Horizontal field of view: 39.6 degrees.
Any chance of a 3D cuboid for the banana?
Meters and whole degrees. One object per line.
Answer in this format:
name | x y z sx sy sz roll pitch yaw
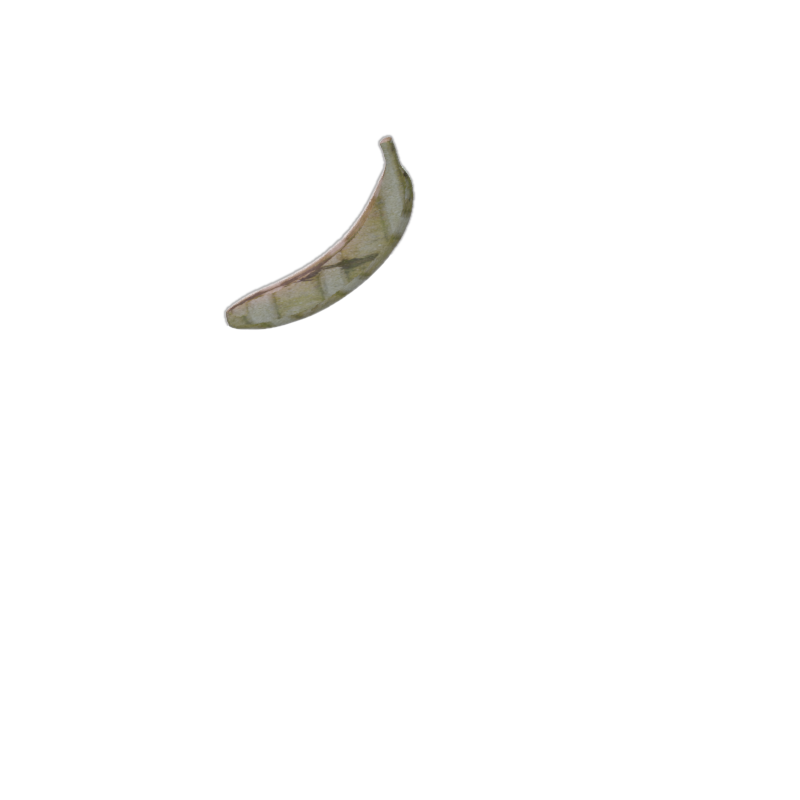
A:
banana | -0.051 -0.115 0.869 0.068 0.196 0.038 41 12 -13
